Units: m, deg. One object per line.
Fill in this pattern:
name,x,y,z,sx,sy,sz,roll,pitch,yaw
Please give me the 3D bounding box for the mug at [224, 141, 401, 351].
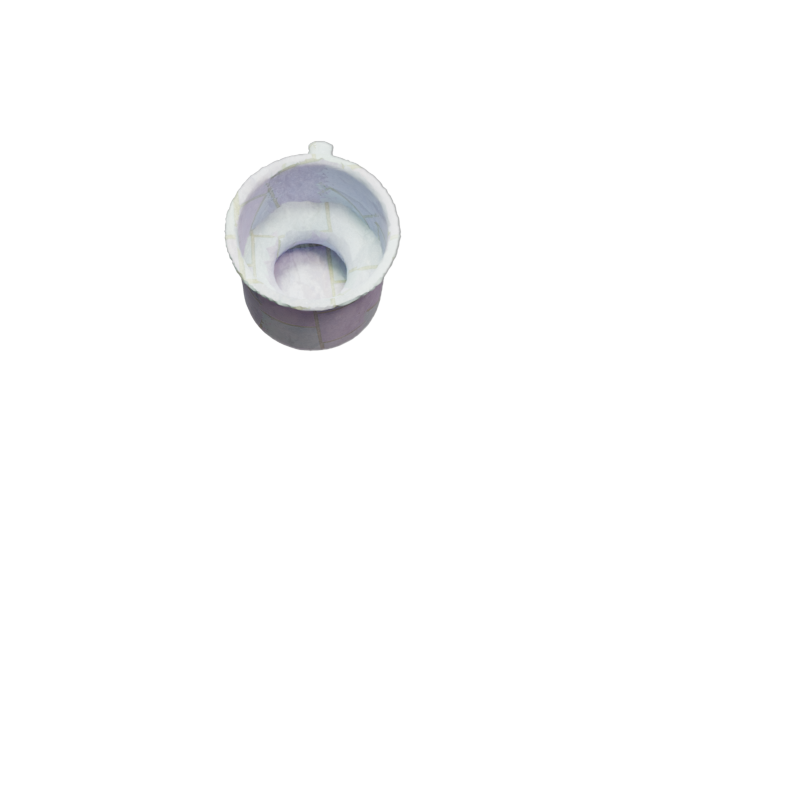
mug,-0.049,-0.089,0.626,0.093,0.124,0.077,1,-24,-1
